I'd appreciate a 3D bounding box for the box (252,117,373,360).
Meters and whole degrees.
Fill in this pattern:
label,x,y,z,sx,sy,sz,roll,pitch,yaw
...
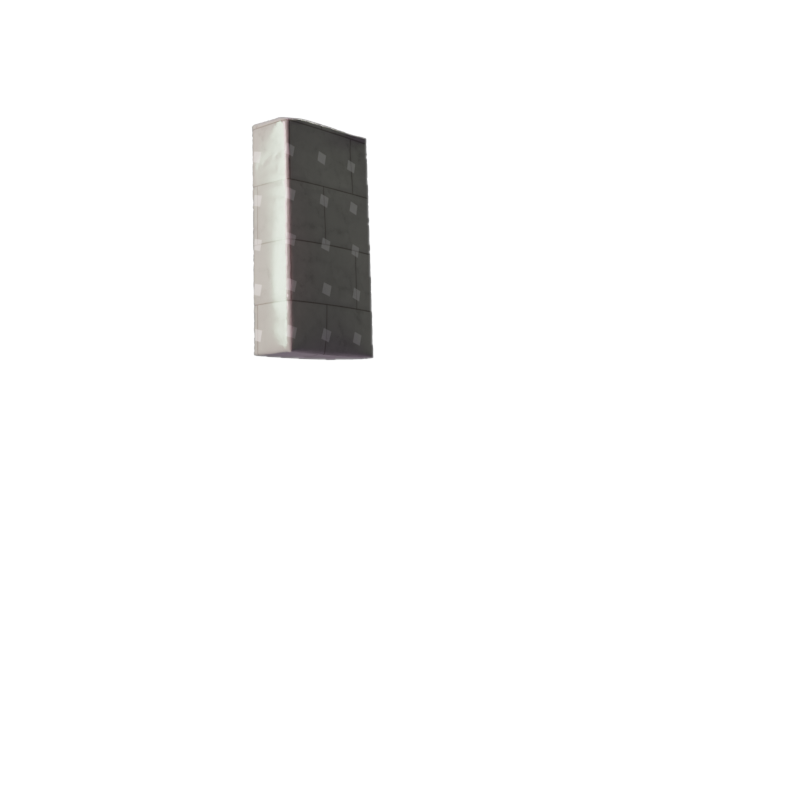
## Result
label,x,y,z,sx,sy,sz,roll,pitch,yaw
box,-0.066,-0.120,0.840,0.049,0.180,0.089,-8,-11,41
